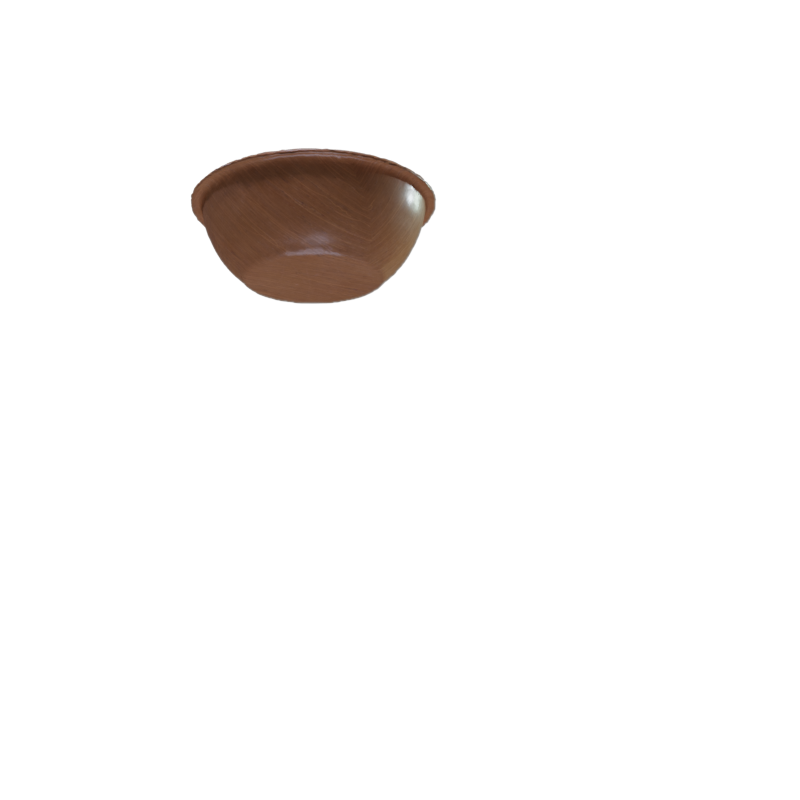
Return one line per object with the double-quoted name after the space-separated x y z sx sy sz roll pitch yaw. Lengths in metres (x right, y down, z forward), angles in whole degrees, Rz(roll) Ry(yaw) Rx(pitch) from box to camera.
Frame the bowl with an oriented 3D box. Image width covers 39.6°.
-0.057 -0.103 0.723 0.162 0.058 0.155 0 -16 -2 "bowl"
